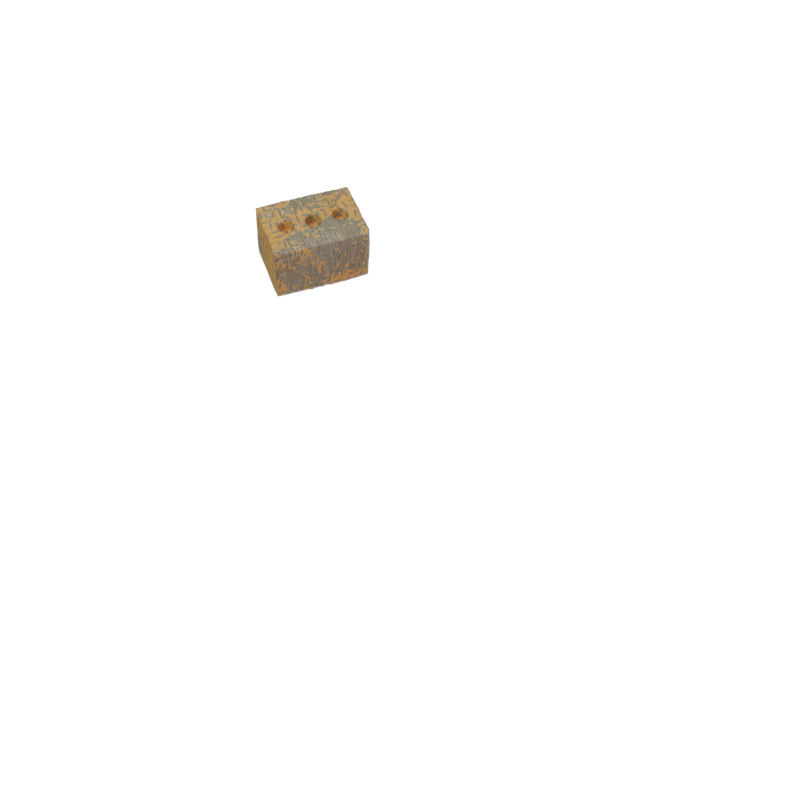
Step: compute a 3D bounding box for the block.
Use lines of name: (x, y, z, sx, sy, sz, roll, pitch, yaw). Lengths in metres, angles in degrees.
block: (-0.067, -0.123, 0.862, 0.077, 0.057, 0.048, -15, -36, -13)
